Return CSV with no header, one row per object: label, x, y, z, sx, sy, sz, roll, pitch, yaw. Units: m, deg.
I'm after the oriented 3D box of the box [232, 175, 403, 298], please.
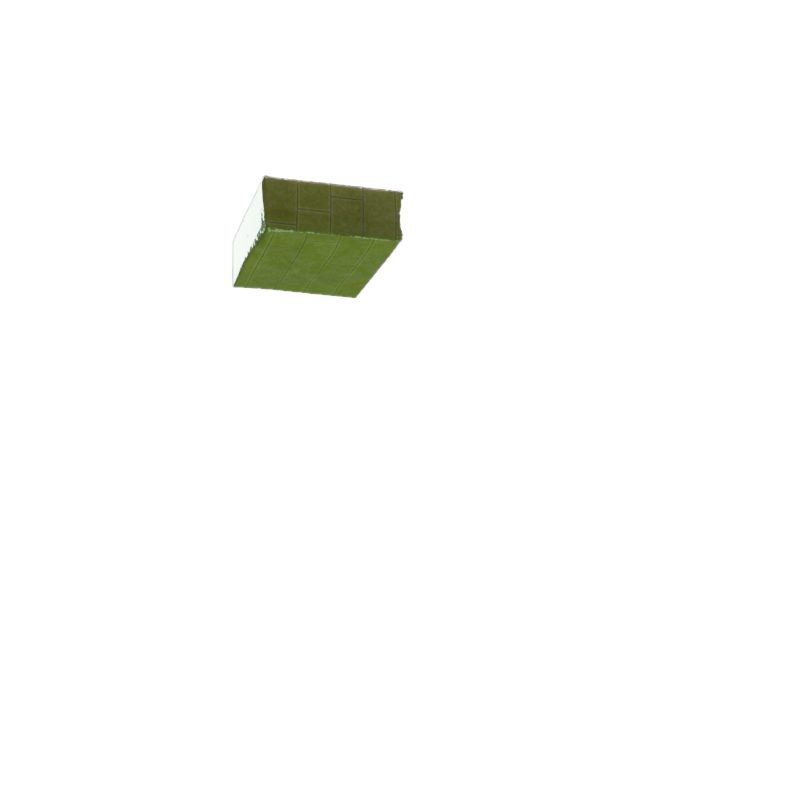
box,-0.056,-0.103,0.720,0.088,0.040,0.111,4,-14,-16
